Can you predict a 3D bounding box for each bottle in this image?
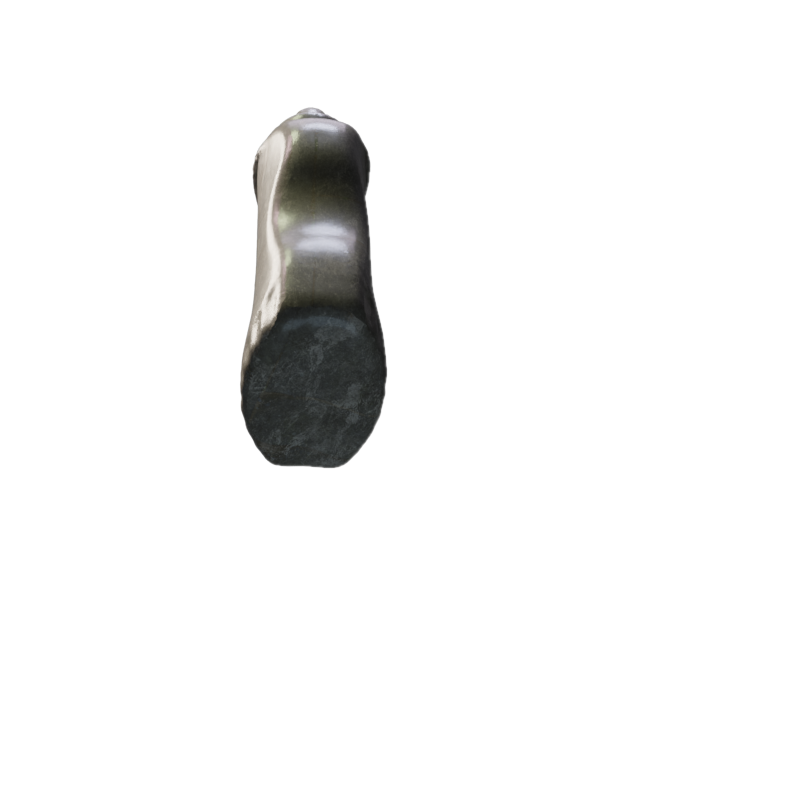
[{"bbox_3d":[-0.040,-0.072,0.505,0.058,0.206,0.090,1,-45,-5],"label":"bottle"}]
